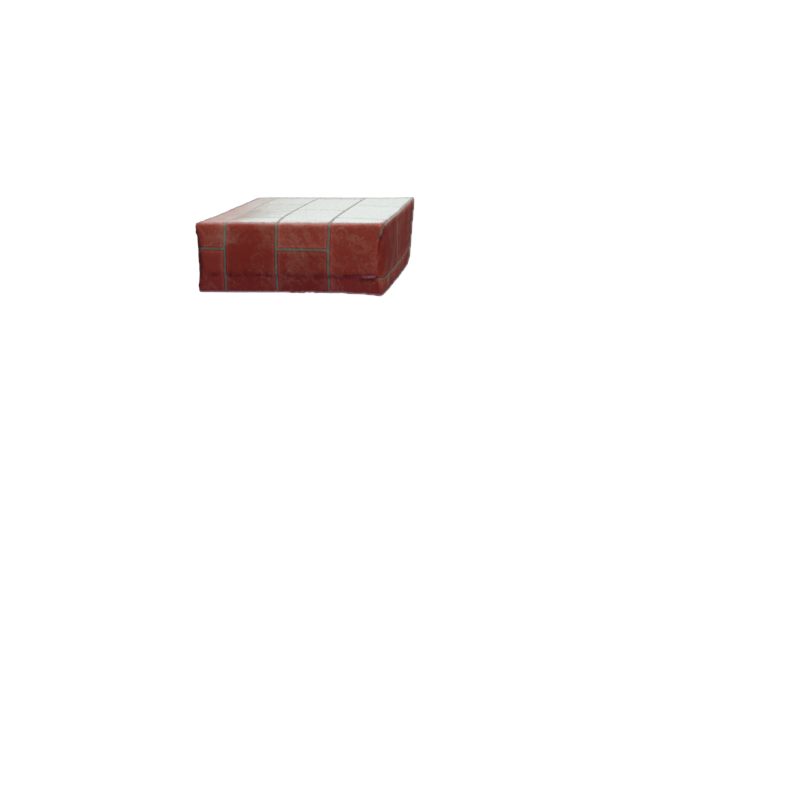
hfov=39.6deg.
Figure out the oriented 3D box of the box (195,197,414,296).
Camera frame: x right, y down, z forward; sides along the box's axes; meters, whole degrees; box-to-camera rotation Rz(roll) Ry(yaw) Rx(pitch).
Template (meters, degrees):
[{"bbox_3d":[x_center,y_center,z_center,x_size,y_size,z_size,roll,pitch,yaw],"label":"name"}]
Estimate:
[{"bbox_3d":[-0.044,-0.080,0.560,0.091,0.038,0.115,2,14,9],"label":"box"}]
